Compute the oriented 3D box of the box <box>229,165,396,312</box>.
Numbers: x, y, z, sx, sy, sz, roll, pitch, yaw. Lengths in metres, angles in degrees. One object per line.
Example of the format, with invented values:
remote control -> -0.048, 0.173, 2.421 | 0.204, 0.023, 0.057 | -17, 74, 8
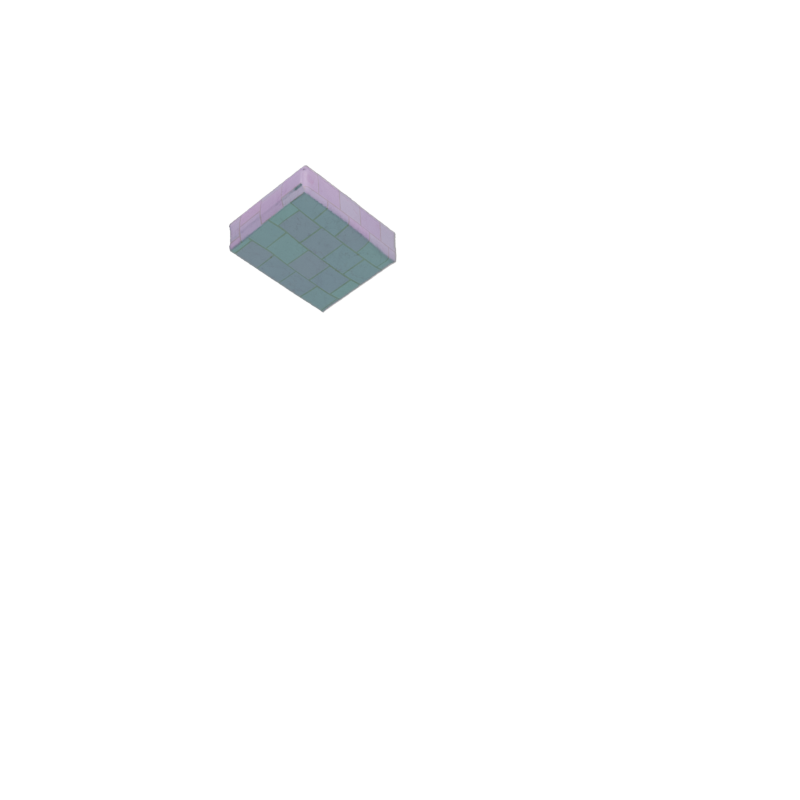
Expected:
box -> -0.072, -0.131, 0.916 | 0.089, 0.042, 0.106 | -33, -52, 30
